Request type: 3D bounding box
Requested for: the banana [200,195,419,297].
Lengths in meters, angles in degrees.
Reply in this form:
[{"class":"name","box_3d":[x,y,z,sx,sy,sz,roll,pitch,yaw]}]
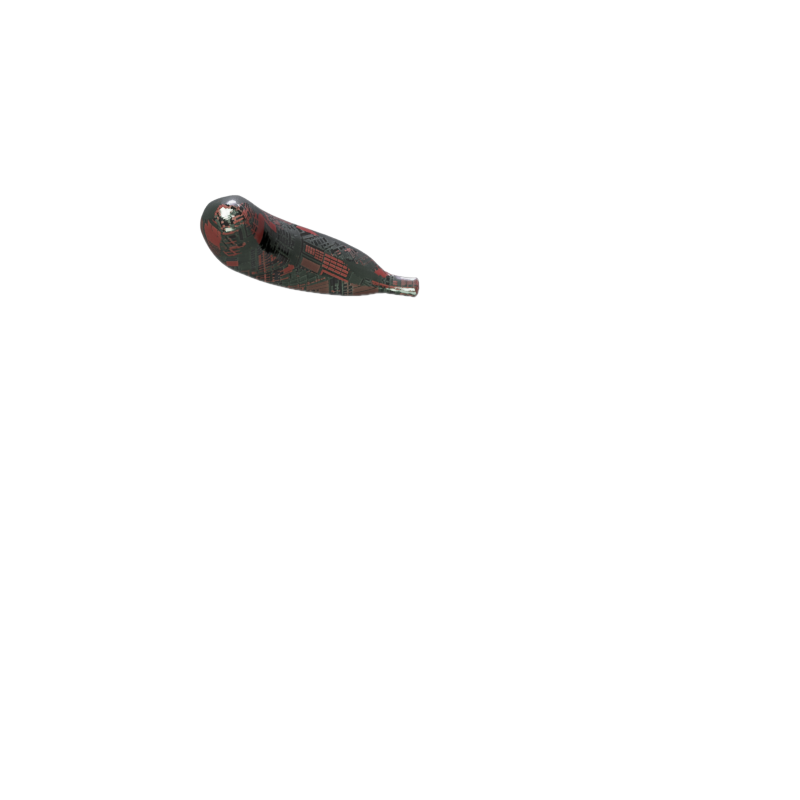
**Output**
[{"class":"banana","box_3d":[-0.063,-0.087,0.633,0.071,0.038,0.188,-4,-6,30]}]
